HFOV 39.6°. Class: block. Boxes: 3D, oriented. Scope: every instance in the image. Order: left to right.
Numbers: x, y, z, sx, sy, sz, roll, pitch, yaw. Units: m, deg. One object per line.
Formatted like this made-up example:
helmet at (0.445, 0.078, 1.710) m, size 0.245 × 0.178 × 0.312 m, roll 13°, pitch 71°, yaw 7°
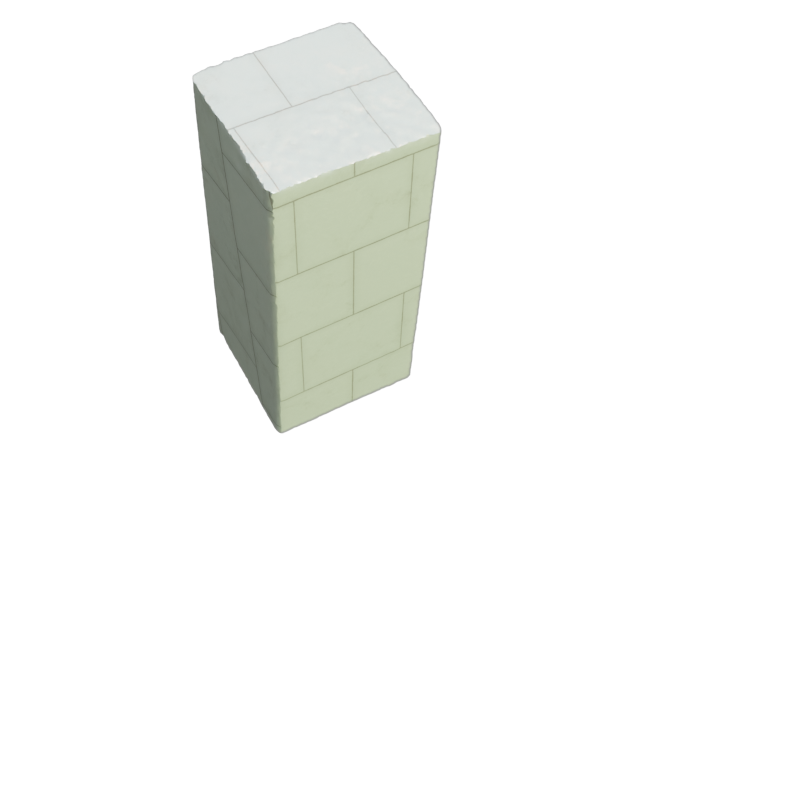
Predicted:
block at (-0.046, -0.085, 0.593) m, size 0.090 × 0.097 × 0.193 m, roll -23°, pitch -30°, yaw -18°
